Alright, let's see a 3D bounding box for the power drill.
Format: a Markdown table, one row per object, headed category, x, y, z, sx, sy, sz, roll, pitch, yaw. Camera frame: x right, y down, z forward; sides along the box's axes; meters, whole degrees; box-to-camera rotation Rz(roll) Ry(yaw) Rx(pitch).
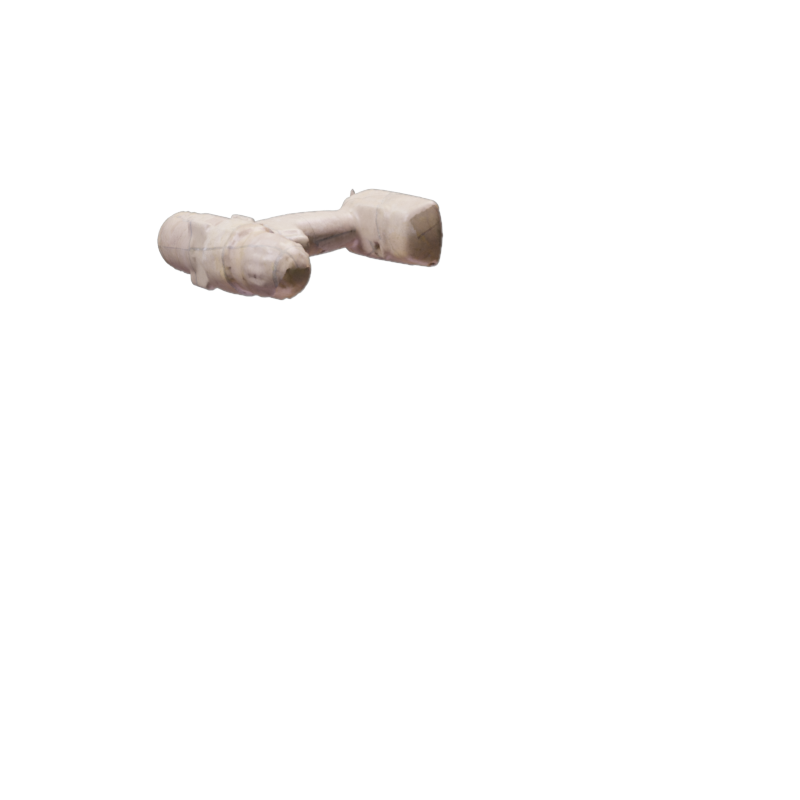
| category | x | y | z | sx | sy | sz | roll | pitch | yaw |
| --- | --- | --- | --- | --- | --- | --- | --- | --- | --- |
| power drill | -0.064 | -0.116 | 0.815 | 0.183 | 0.055 | 0.195 | -11 | 21 | -32 |
